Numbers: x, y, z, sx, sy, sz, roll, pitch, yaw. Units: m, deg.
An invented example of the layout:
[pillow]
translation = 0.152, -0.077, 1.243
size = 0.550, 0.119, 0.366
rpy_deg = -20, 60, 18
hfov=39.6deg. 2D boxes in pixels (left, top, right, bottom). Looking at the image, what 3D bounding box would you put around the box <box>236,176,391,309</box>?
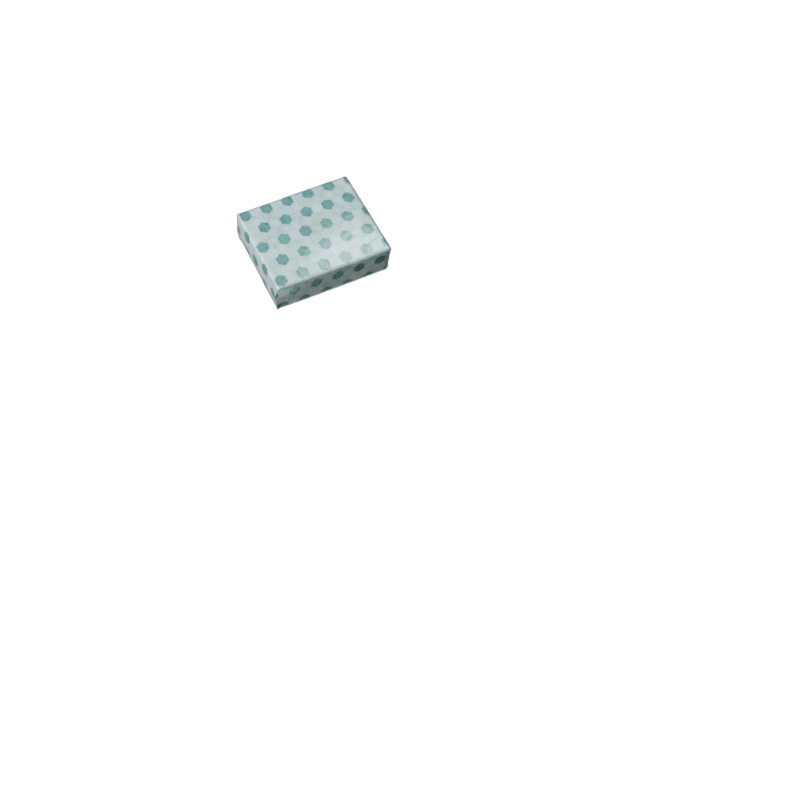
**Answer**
[box]
translation = -0.077, -0.141, 0.989
size = 0.113, 0.096, 0.036
rpy_deg = -23, -30, -15
